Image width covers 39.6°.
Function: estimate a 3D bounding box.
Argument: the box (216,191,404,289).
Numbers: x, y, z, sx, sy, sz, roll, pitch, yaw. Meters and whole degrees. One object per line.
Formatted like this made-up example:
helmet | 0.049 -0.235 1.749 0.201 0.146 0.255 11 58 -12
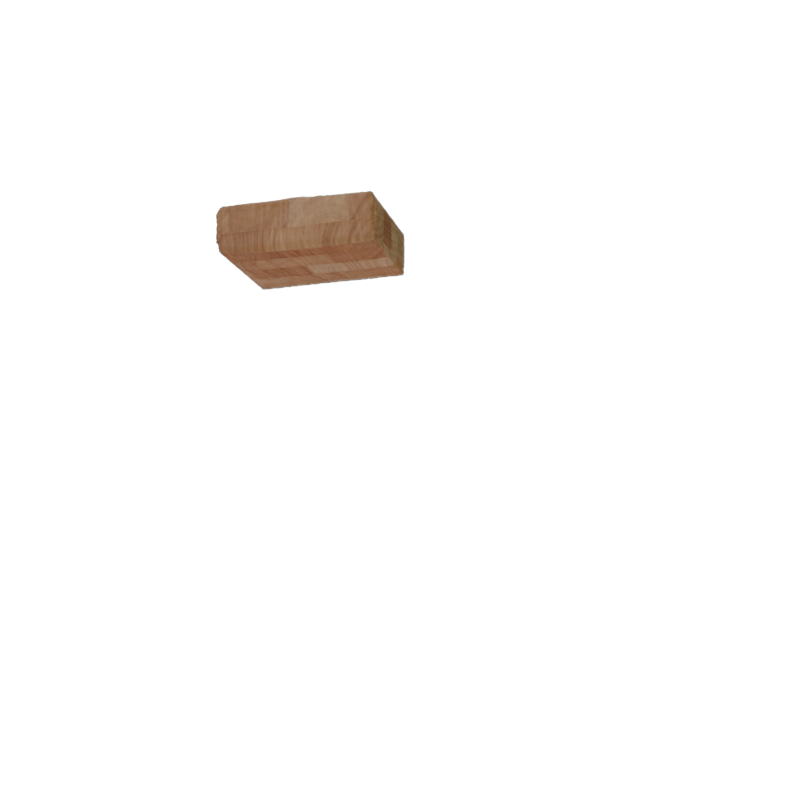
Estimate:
box | -0.048 -0.088 0.617 0.091 0.031 0.069 -3 -12 15
